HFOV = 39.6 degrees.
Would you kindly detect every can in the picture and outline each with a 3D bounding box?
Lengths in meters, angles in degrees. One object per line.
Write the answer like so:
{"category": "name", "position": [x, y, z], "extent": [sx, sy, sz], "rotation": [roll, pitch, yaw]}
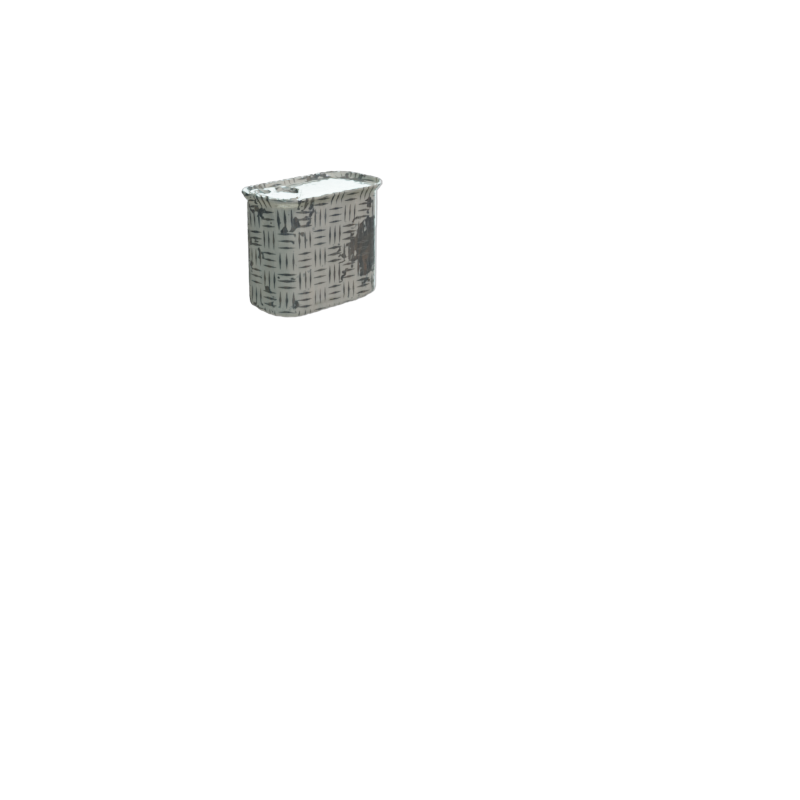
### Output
{"category": "can", "position": [-0.061, -0.112, 0.784], "extent": [0.061, 0.081, 0.100], "rotation": [18, 26, 42]}
